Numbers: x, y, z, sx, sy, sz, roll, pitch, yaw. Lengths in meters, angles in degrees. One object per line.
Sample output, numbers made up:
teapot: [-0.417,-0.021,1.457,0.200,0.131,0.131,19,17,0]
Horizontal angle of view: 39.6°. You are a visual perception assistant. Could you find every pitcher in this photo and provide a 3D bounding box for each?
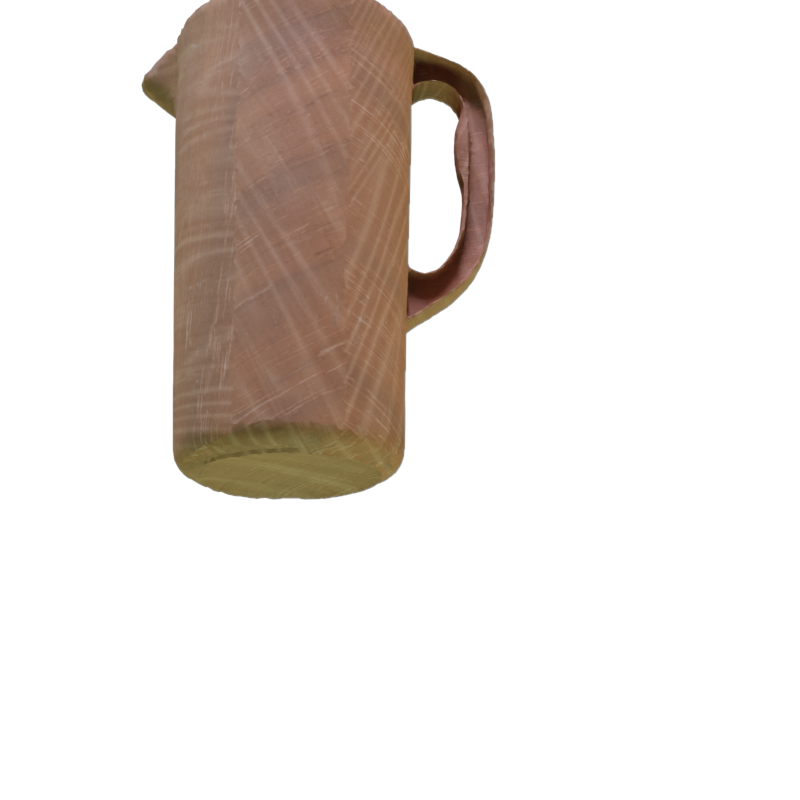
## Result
pitcher: [-0.044,-0.080,0.564,0.150,0.257,0.136,-21,-30,38]
